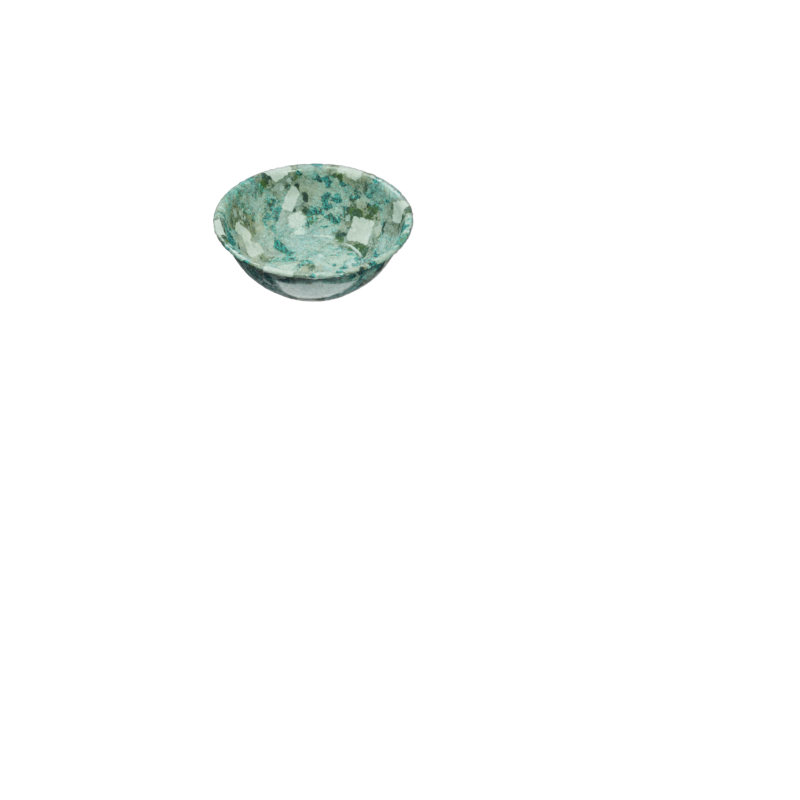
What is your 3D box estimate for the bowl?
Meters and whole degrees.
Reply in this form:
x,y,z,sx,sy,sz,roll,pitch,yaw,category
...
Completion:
x,y,z,sx,sy,sz,roll,pitch,yaw,category
-0.071,-0.130,0.908,0.162,0.051,0.174,-1,41,-2,bowl
